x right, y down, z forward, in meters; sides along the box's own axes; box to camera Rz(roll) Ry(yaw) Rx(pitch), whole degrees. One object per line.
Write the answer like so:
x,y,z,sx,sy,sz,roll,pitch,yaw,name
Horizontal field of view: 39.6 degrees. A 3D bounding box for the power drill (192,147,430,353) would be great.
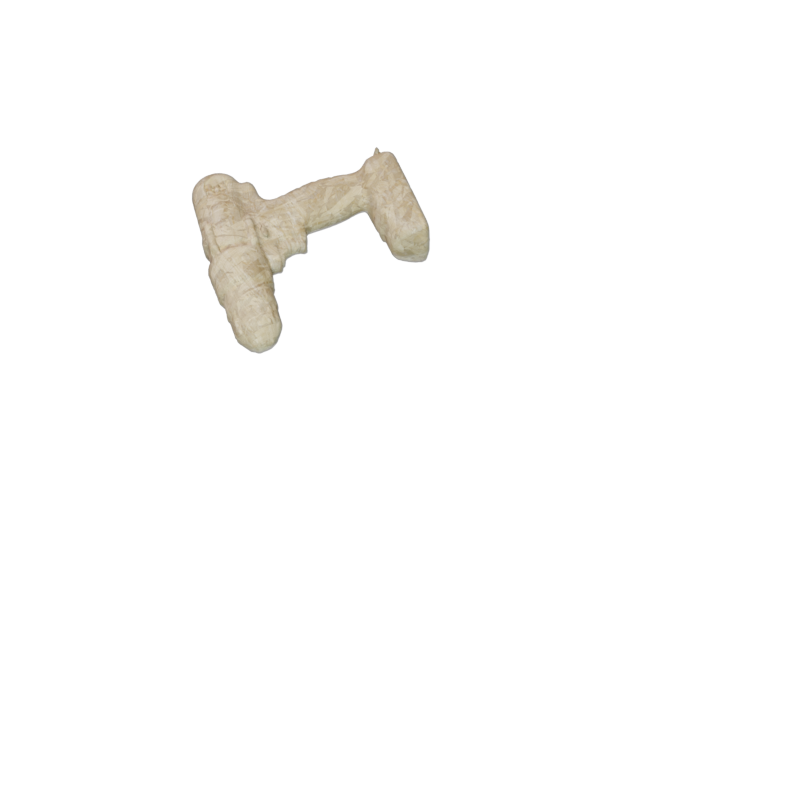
-0.074,-0.135,0.946,0.186,0.199,0.054,-14,-34,-10,power drill
